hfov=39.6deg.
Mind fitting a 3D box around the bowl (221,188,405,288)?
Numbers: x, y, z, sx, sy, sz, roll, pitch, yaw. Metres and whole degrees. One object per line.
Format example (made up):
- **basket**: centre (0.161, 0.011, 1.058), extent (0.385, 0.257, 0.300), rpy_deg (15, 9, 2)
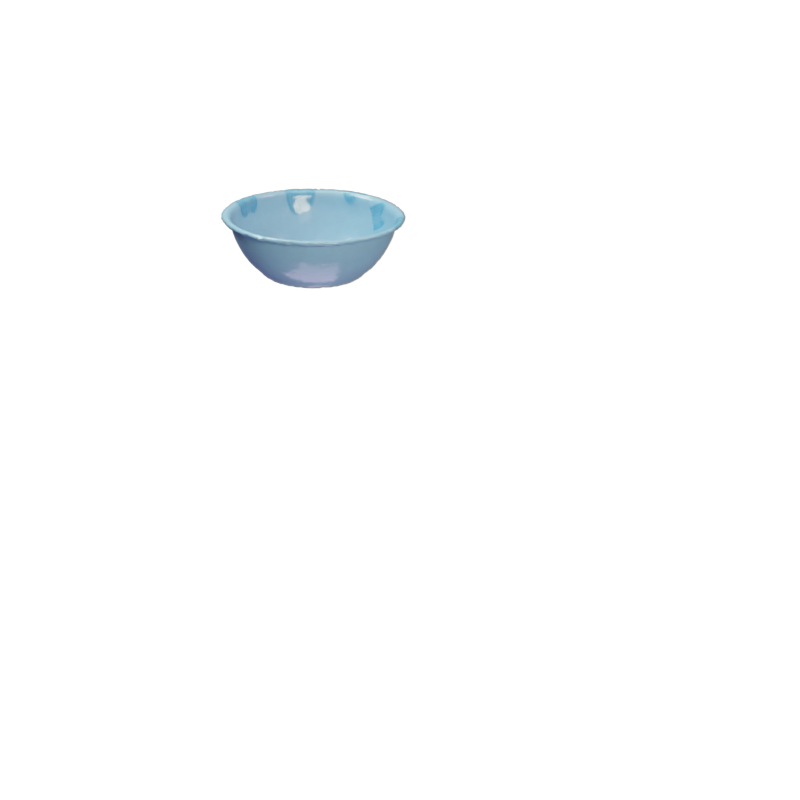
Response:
- **bowl**: centre (-0.077, -0.140, 0.984), extent (0.162, 0.052, 0.170), rpy_deg (-1, 25, -2)
